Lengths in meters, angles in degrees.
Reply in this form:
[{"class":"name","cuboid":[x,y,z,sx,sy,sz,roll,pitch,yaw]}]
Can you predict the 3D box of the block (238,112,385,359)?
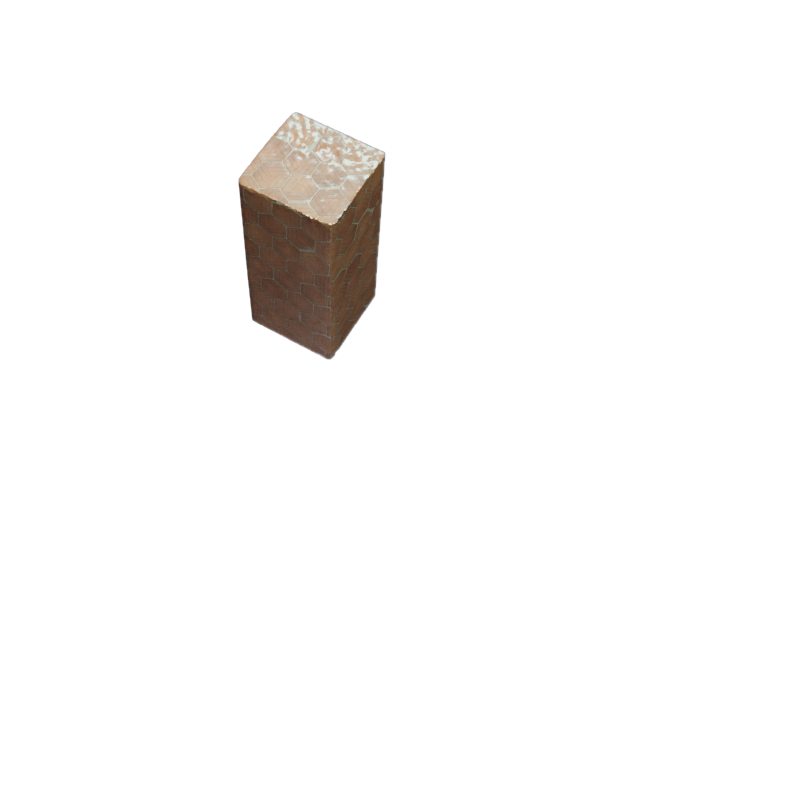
[{"class":"block","cuboid":[-0.076,-0.137,0.963,0.094,0.093,0.193,27,-29,12]}]
